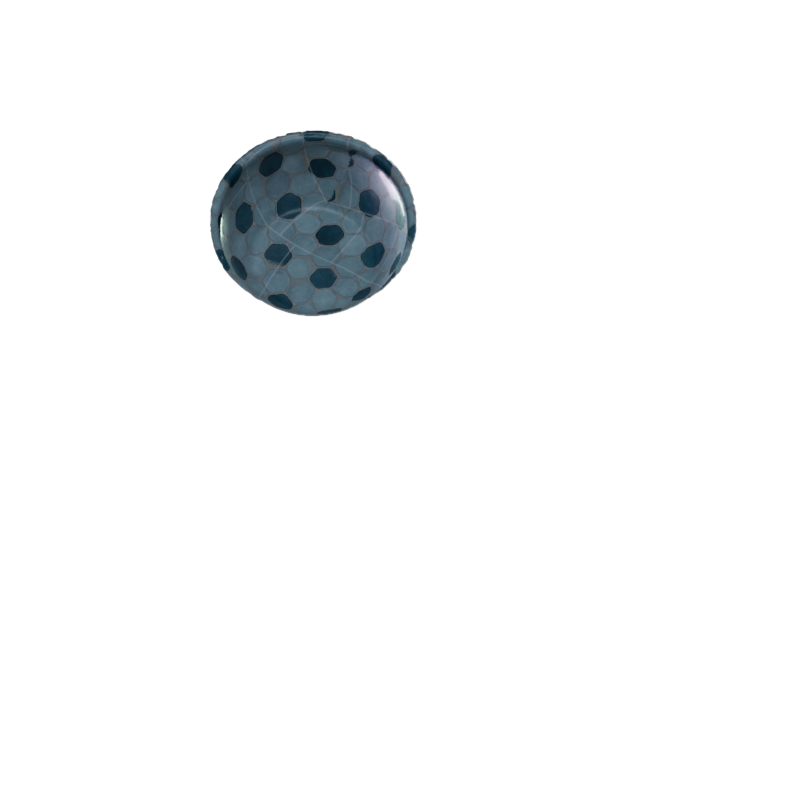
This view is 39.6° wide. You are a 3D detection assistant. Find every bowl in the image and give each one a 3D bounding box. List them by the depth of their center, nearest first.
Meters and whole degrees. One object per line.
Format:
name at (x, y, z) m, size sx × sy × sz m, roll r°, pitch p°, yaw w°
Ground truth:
bowl at (-0.066, -0.120, 0.841) m, size 0.162 × 0.152 × 0.059 m, roll 1°, pitch 33°, yaw -1°
